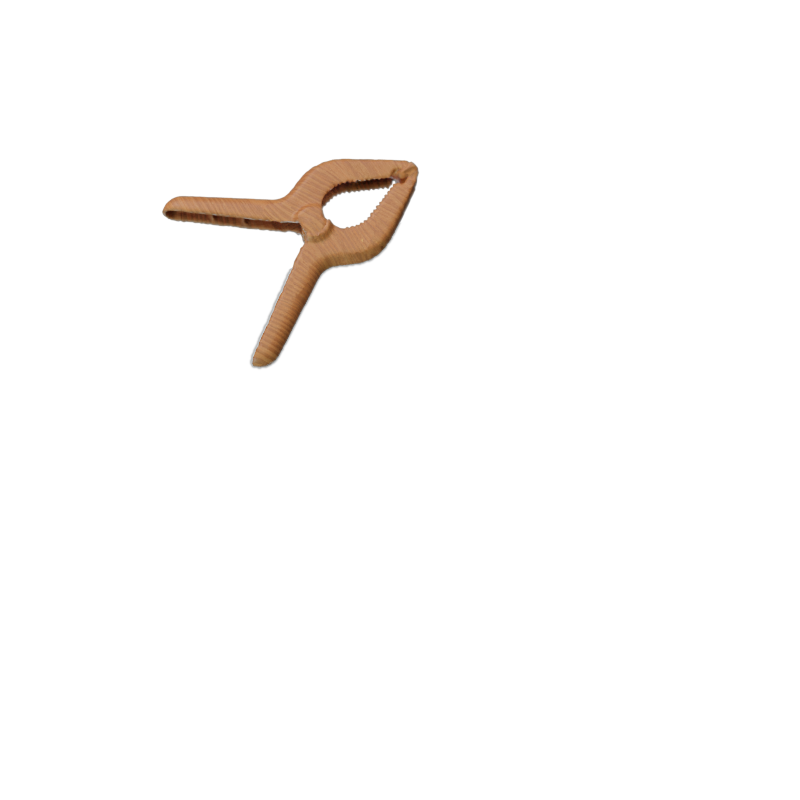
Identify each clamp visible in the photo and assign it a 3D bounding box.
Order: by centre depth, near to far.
[{"bbox_3d":[-0.072,-0.131,0.917,0.209,0.173,0.035,-23,-18,-8],"label":"clamp"}]
